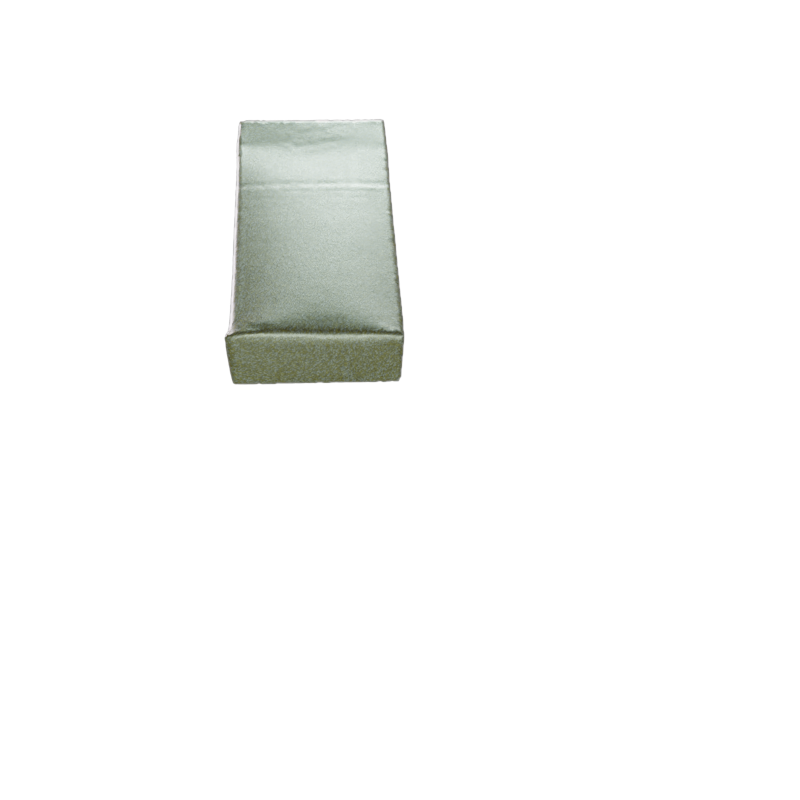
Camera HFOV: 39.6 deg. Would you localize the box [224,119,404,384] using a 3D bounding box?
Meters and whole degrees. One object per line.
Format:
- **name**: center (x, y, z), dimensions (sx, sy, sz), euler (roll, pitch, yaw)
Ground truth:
- **box**: center (-0.050, -0.091, 0.637), dimensions (0.093, 0.189, 0.045), euler (-2, -43, -2)
